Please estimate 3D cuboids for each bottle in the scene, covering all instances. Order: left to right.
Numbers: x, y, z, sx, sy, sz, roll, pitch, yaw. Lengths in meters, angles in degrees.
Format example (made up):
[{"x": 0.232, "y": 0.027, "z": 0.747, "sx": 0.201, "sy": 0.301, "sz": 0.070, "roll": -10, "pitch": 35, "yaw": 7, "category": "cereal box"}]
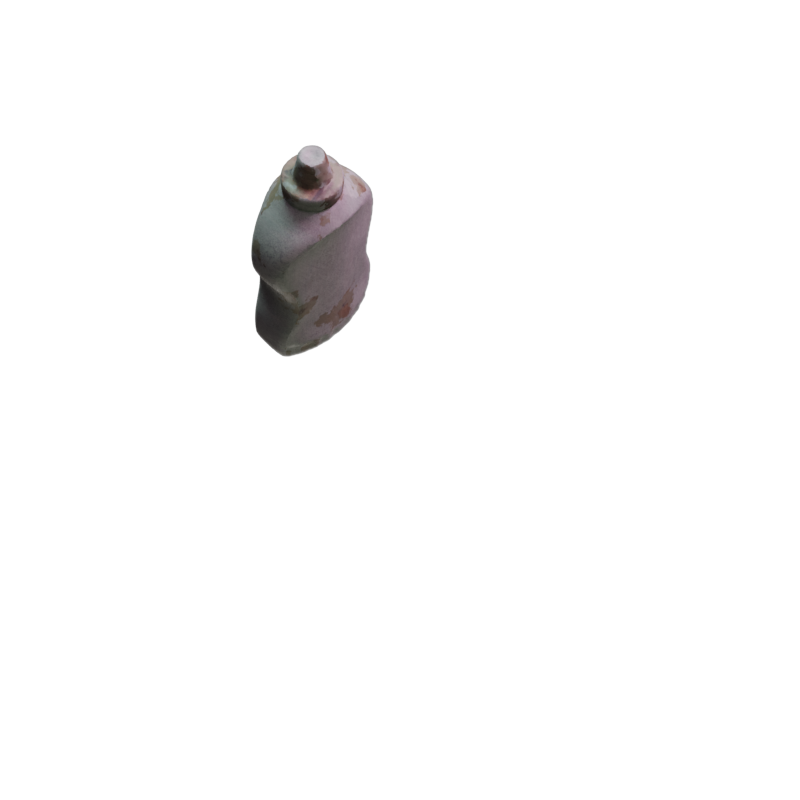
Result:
[{"x": -0.060, "y": -0.110, "z": 0.768, "sx": 0.097, "sy": 0.061, "sz": 0.180, "roll": -41, "pitch": -18, "yaw": -22, "category": "bottle"}]
